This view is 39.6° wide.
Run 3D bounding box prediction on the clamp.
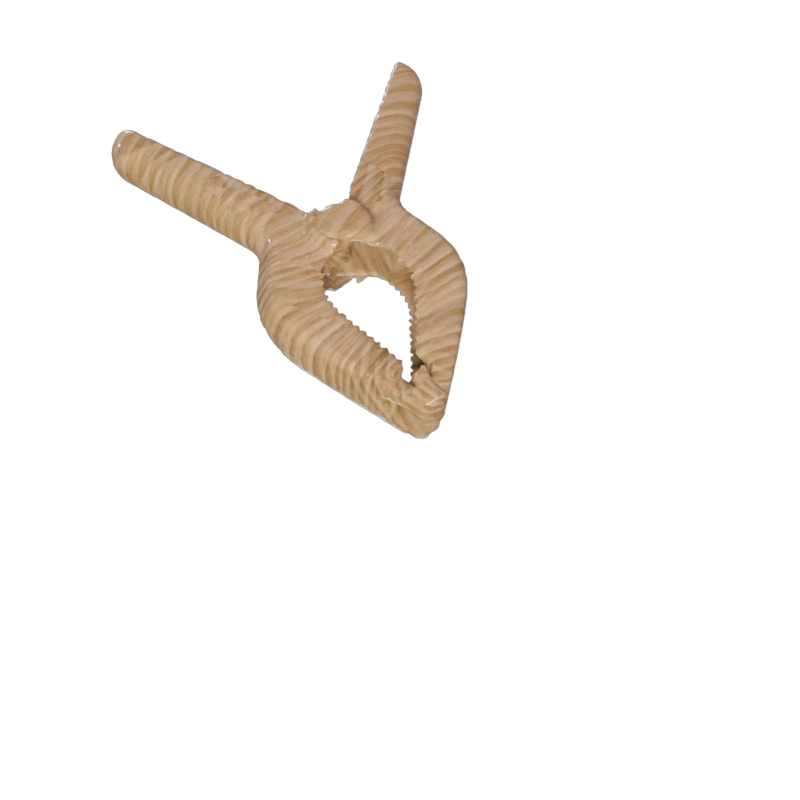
[{"bbox_3d":[-0.040,-0.073,0.513,0.163,0.227,0.034,-13,-36,-10],"label":"clamp"}]
